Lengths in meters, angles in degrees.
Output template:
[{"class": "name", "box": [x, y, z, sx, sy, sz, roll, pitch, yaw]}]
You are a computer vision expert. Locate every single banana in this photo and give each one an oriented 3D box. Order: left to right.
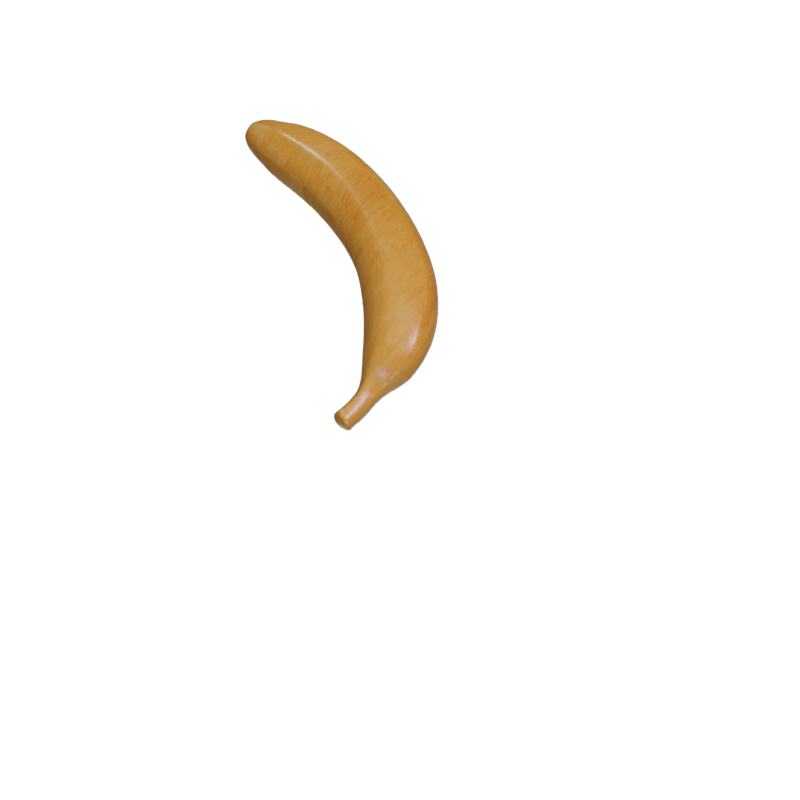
[{"class": "banana", "box": [-0.025, -0.081, 0.565, 0.069, 0.213, 0.034, -13, -36, -10]}]
